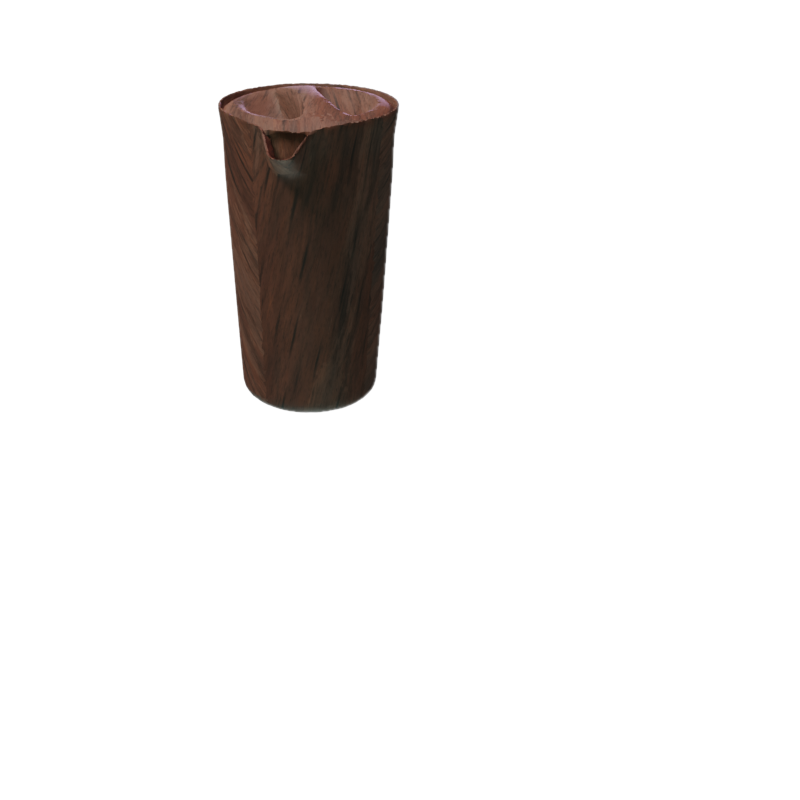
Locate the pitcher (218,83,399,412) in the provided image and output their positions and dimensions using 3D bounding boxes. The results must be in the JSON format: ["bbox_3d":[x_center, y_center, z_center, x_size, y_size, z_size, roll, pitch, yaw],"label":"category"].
[{"bbox_3d":[-0.068,-0.124,0.868,0.146,0.231,0.155,-15,29,-32],"label":"pitcher"}]
